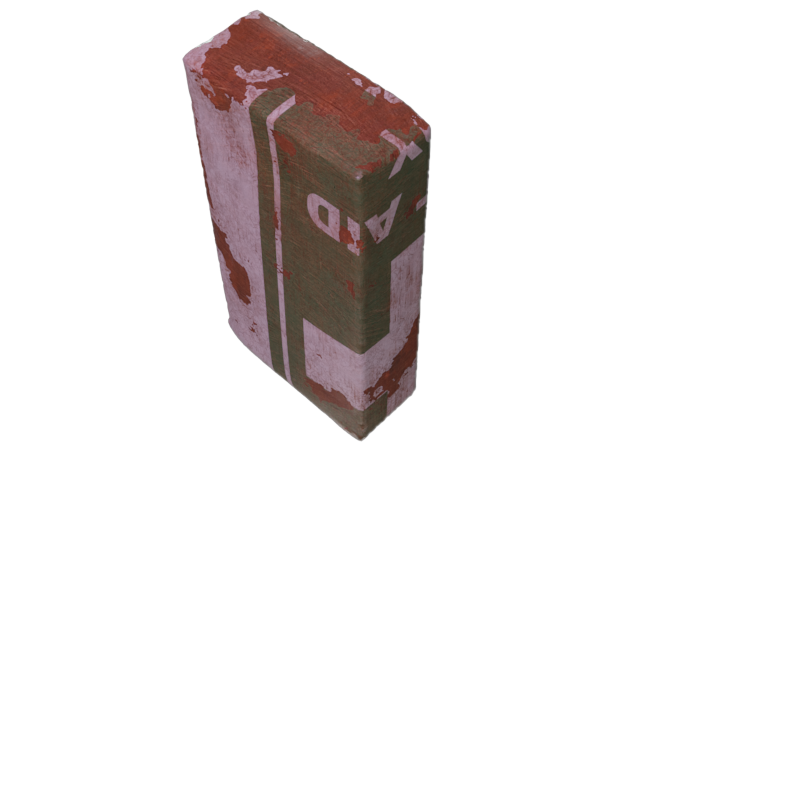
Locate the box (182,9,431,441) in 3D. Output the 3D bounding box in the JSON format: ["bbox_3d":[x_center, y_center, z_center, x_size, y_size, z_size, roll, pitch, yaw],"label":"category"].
[{"bbox_3d":[-0.036,-0.066,0.460,0.048,0.099,0.165,-38,-25,-26],"label":"box"}]
